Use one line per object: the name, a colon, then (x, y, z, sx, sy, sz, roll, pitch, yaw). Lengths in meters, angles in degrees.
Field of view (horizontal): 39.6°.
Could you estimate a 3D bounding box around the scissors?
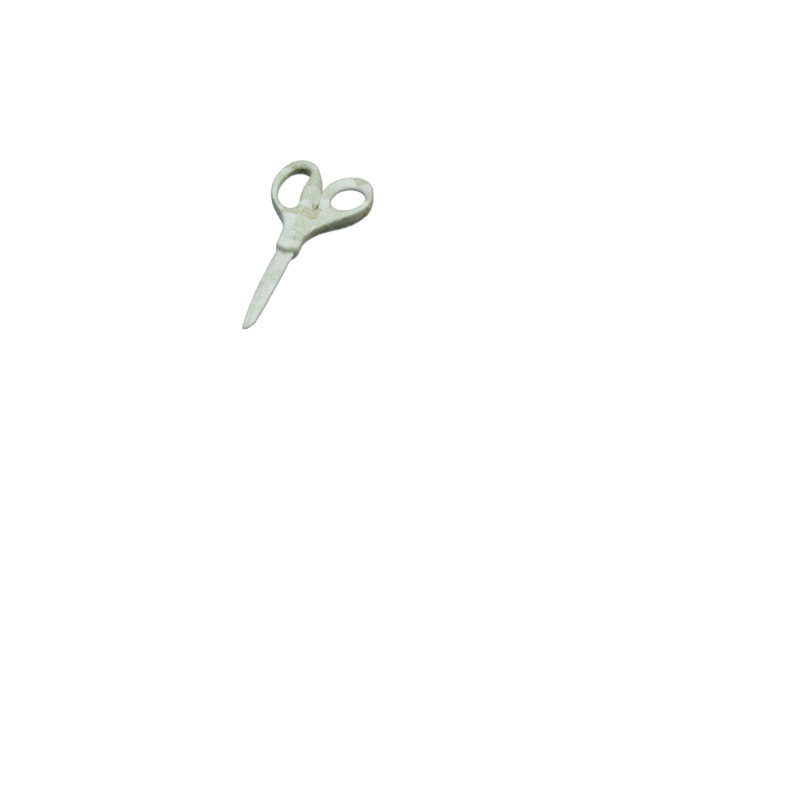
scissors: (-0.070, -0.127, 0.892, 0.096, 0.216, 0.015, 0, -45, 0)
